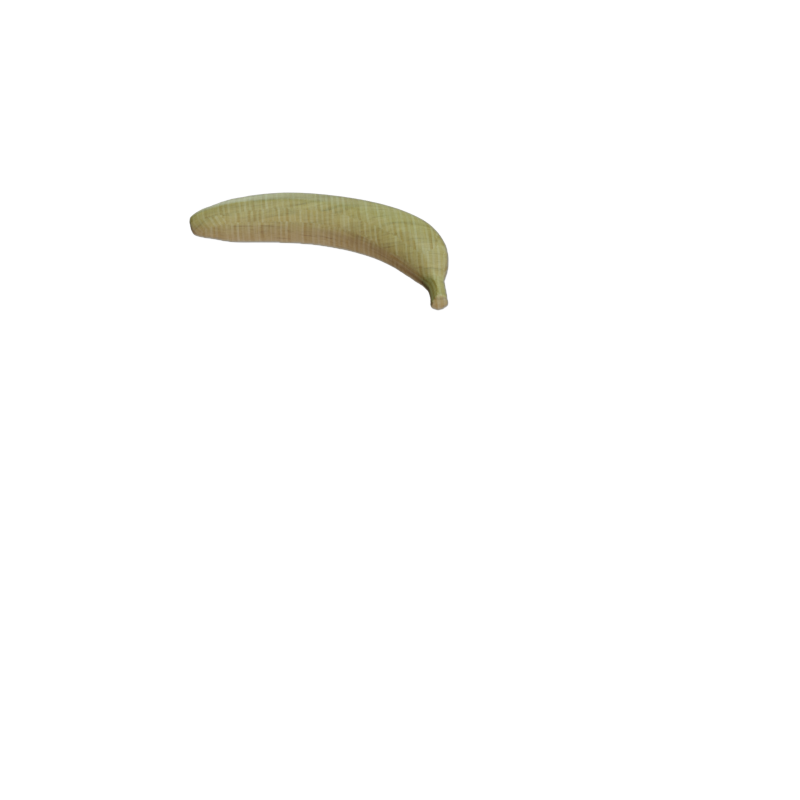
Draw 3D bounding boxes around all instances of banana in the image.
[{"bbox_3d":[-0.046,-0.113,0.750,0.207,0.035,0.071,17,36,25],"label":"banana"}]
